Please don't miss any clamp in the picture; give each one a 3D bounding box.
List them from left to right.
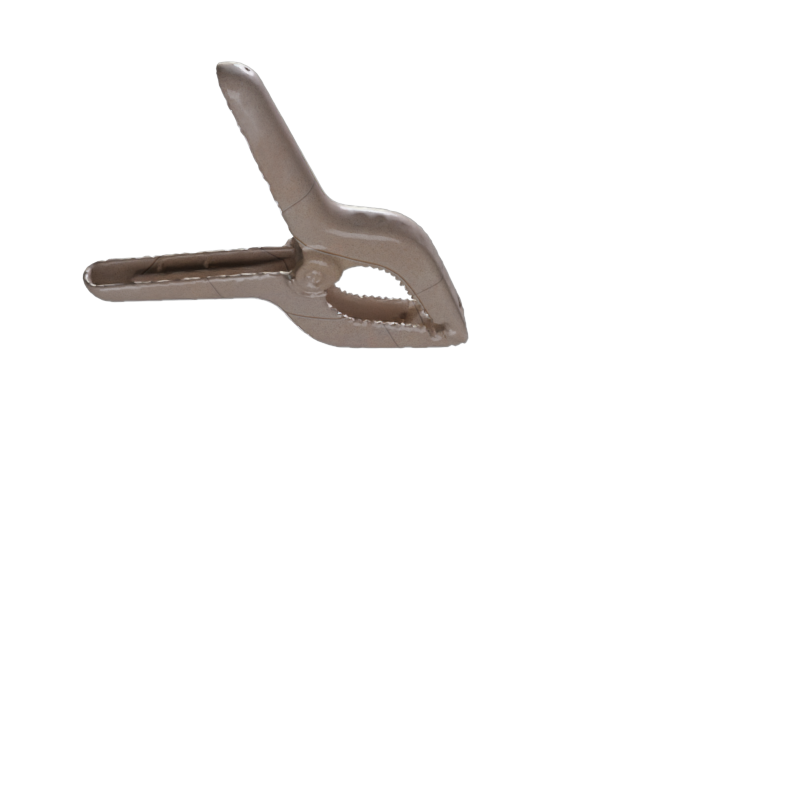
[{"bbox_3d":[-0.047,-0.085,0.595,0.203,0.039,0.158,19,-50,-18],"label":"clamp"}]
